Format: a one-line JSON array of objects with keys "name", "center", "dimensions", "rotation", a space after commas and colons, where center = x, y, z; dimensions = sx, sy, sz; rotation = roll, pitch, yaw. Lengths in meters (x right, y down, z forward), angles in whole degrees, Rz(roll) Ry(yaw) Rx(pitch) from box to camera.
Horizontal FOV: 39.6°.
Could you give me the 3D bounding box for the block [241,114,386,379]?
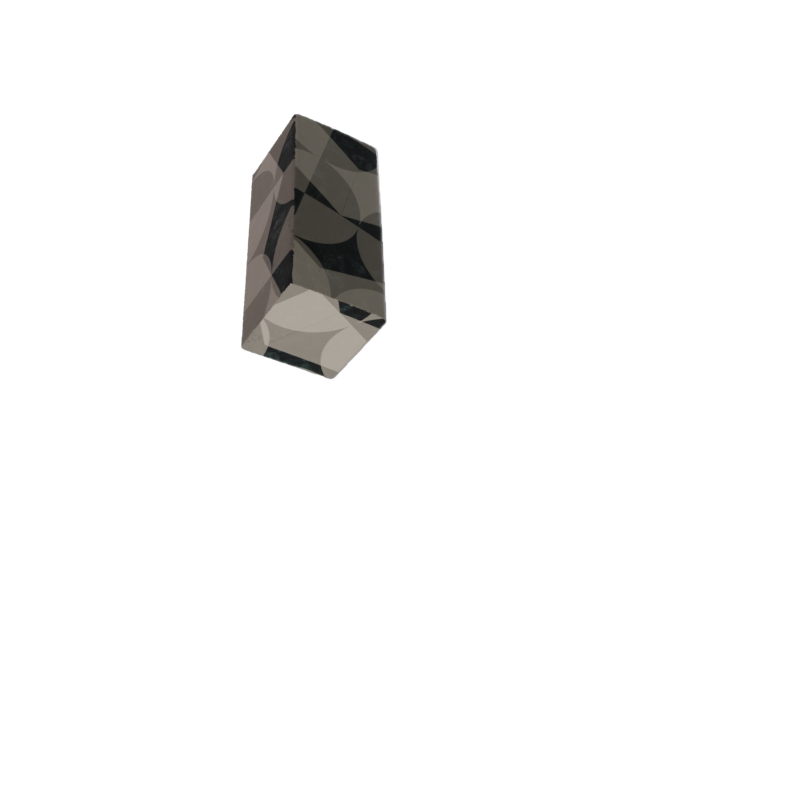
[{"name": "block", "center": [-0.074, -0.136, 0.954], "dimensions": [0.086, 0.221, 0.088], "rotation": [20, -46, -25]}]
